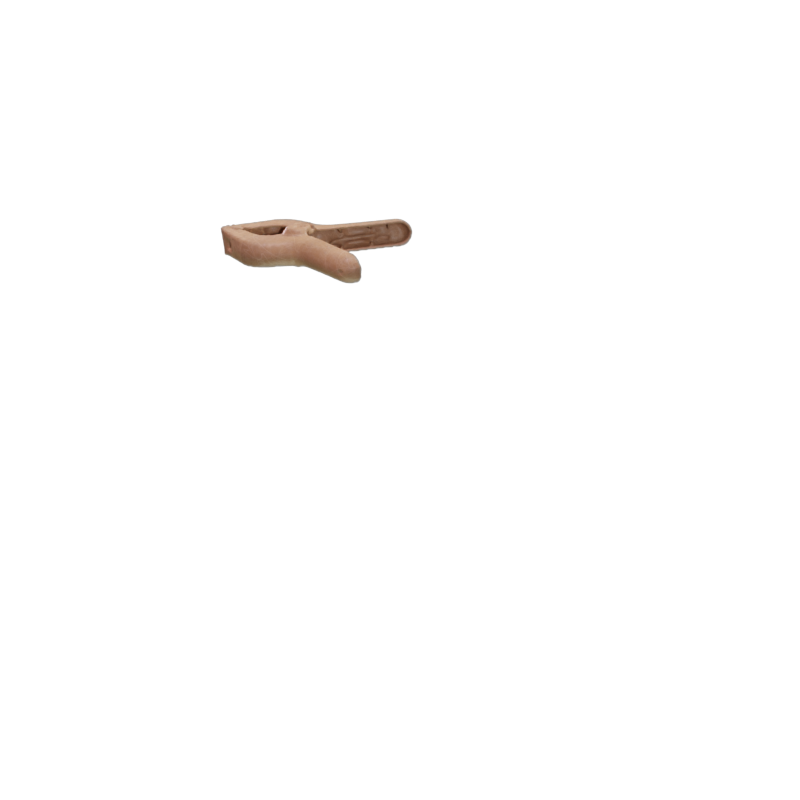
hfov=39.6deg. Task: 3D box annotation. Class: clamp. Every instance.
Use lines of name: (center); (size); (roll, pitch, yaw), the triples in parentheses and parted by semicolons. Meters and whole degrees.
clamp: (-0.078, -0.142, 0.992); (0.180, 0.038, 0.119); (14, 25, 32)
